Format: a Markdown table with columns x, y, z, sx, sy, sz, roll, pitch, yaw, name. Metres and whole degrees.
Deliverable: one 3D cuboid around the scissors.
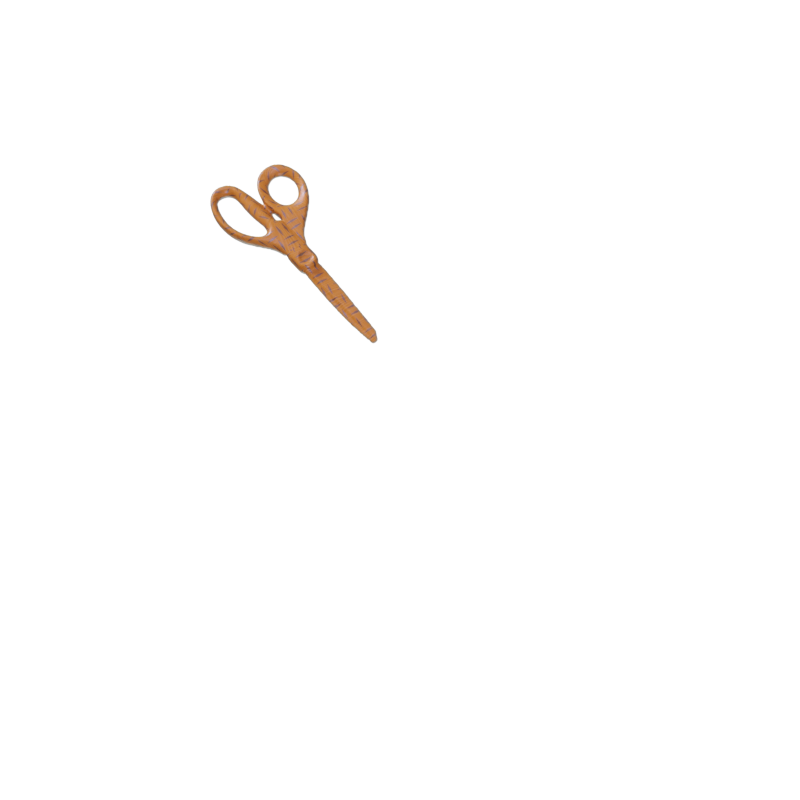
| x | y | z | sx | sy | sz | roll | pitch | yaw | name |
| --- | --- | --- | --- | --- | --- | --- | --- | --- | --- |
| -0.076 | -0.139 | 0.972 | 0.210 | 0.098 | 0.015 | 34 | -24 | 17 | scissors |
